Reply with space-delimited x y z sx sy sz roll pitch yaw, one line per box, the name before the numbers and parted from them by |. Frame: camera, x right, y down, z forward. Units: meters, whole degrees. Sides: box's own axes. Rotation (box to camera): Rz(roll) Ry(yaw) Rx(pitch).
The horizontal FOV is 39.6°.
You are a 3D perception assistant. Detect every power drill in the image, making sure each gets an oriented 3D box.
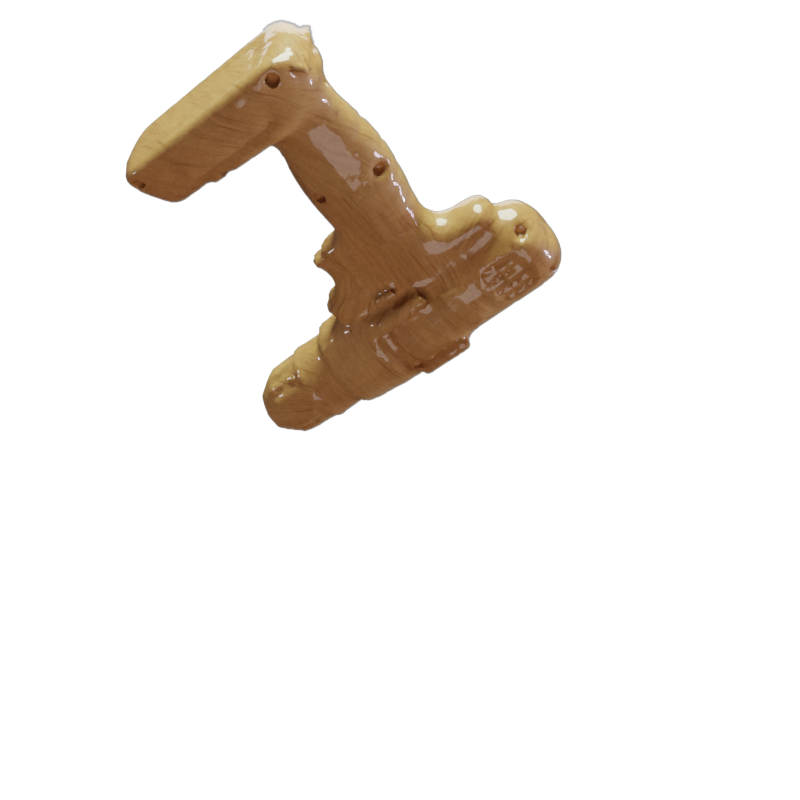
power drill | -0.043 -0.078 0.549 0.183 0.177 0.061 -35 29 22
